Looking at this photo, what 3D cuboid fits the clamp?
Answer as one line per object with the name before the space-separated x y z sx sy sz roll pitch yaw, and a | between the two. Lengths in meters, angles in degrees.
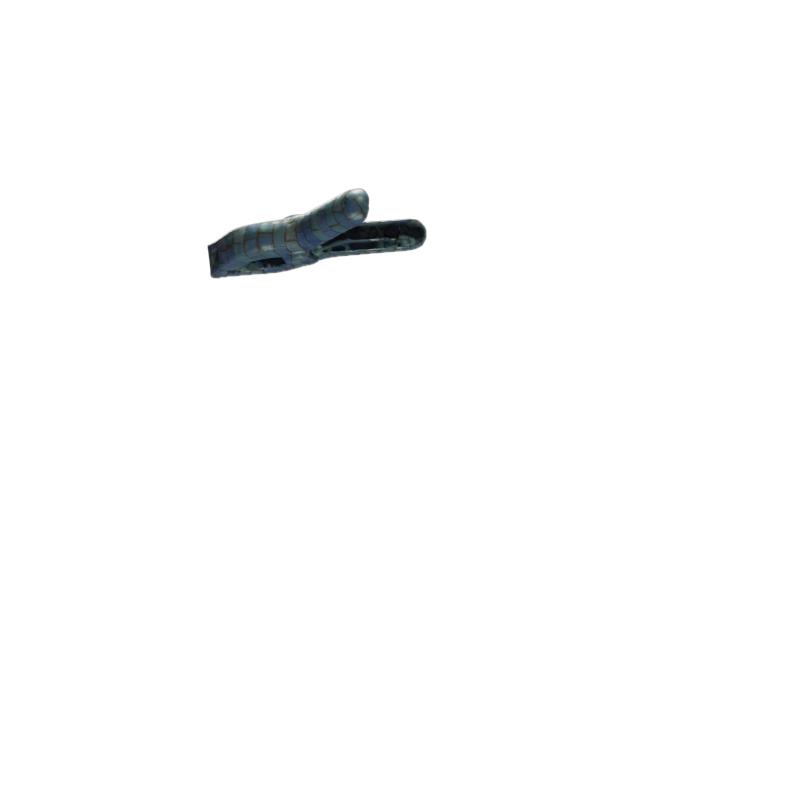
clamp | -0.067 -0.123 0.859 0.175 0.041 0.113 -8 -15 33
